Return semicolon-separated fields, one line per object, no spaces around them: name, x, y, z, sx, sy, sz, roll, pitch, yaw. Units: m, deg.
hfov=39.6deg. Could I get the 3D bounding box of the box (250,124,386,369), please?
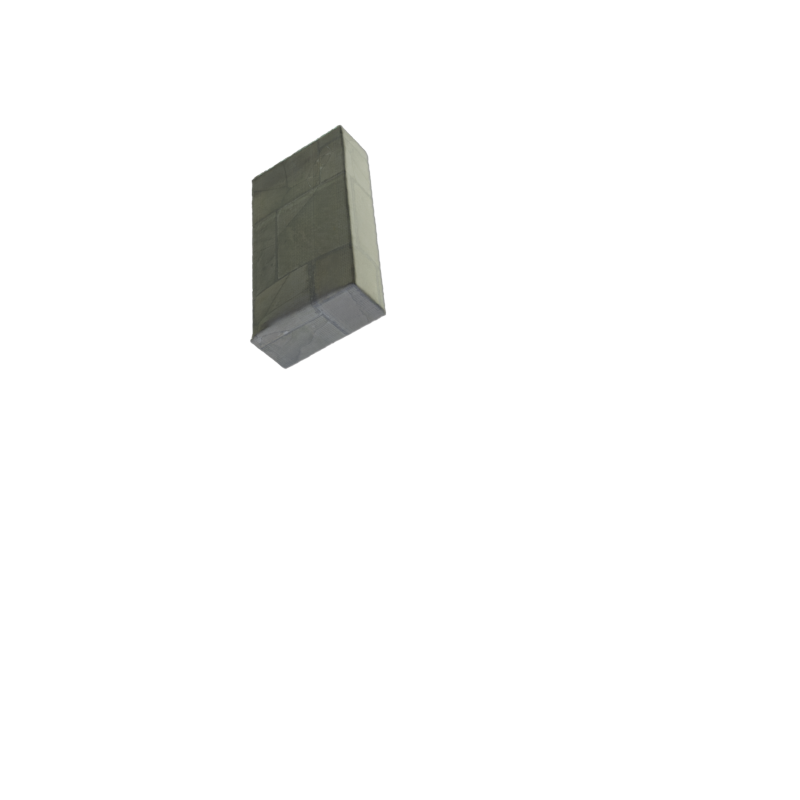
box;-0.064;-0.117;0.822;0.093;0.189;0.045;-27;-49;23
